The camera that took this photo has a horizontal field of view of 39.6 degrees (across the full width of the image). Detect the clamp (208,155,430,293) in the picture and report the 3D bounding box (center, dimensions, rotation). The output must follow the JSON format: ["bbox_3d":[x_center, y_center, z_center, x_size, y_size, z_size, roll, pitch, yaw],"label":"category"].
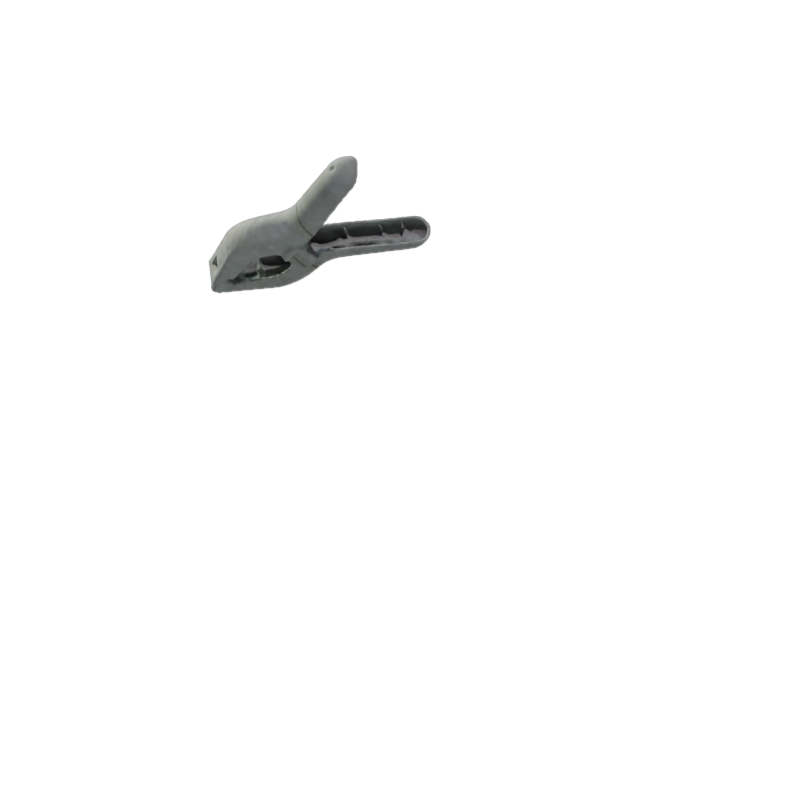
[{"bbox_3d":[-0.065,-0.119,0.835,0.172,0.042,0.112,-22,-36,34],"label":"clamp"}]
